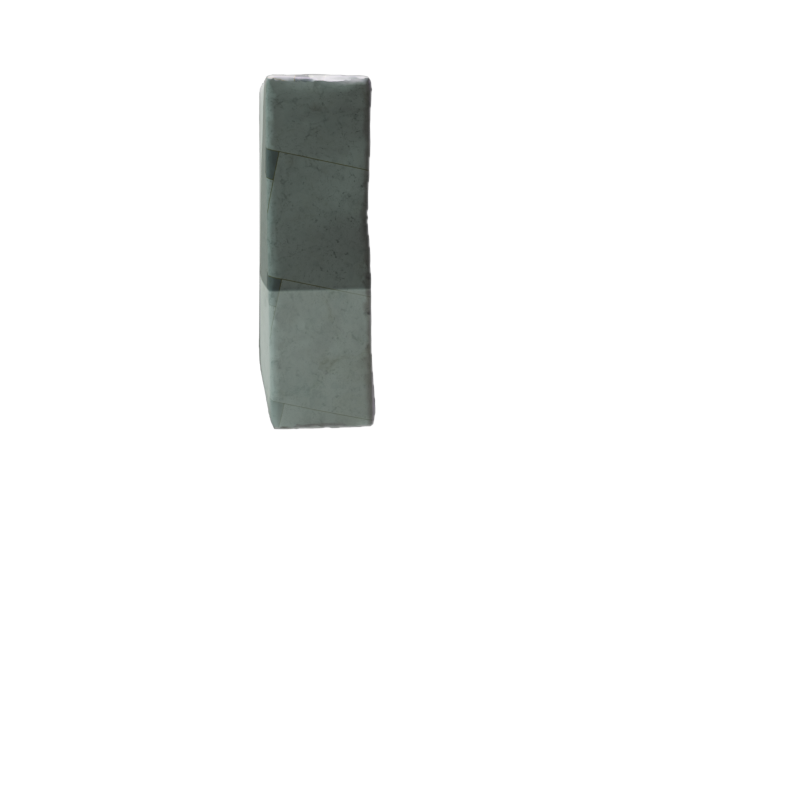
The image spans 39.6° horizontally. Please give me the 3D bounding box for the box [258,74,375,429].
[{"bbox_3d":[-0.058,-0.105,0.738,0.071,0.210,0.169,-1,9,-8],"label":"box"}]
